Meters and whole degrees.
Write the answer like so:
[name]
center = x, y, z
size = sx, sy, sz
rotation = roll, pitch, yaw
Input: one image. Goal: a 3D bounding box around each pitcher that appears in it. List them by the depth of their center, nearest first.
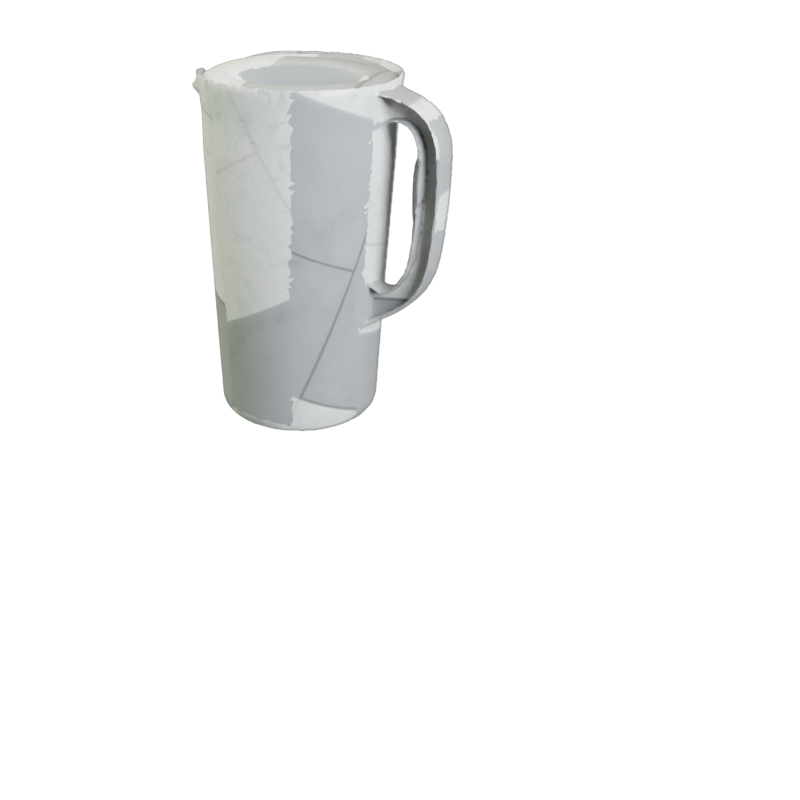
[pitcher]
center = -0.058, -0.105, 0.736
size = 0.143, 0.232, 0.159
rotation = -5, 23, -15
